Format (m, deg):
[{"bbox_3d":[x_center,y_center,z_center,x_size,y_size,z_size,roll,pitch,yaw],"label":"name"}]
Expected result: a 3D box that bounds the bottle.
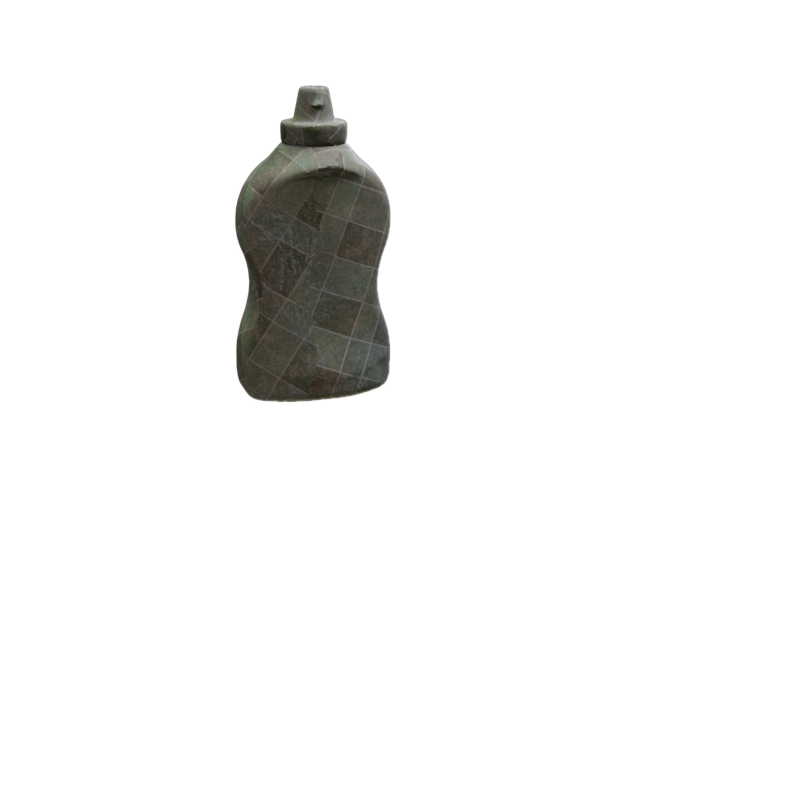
[{"bbox_3d":[-0.054,-0.098,0.688,0.094,0.186,0.061,-3,15,-16],"label":"bottle"}]
